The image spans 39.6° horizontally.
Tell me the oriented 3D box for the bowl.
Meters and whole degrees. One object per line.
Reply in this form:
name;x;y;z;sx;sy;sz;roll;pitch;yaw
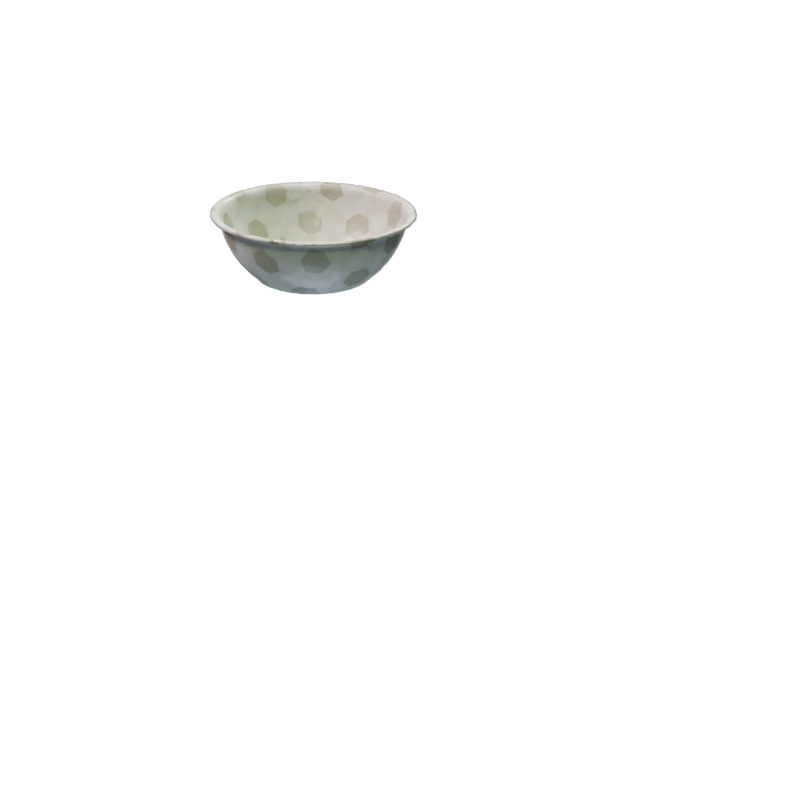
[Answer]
bowl;-0.068;-0.125;0.873;0.162;0.052;0.170;-1;25;-2
